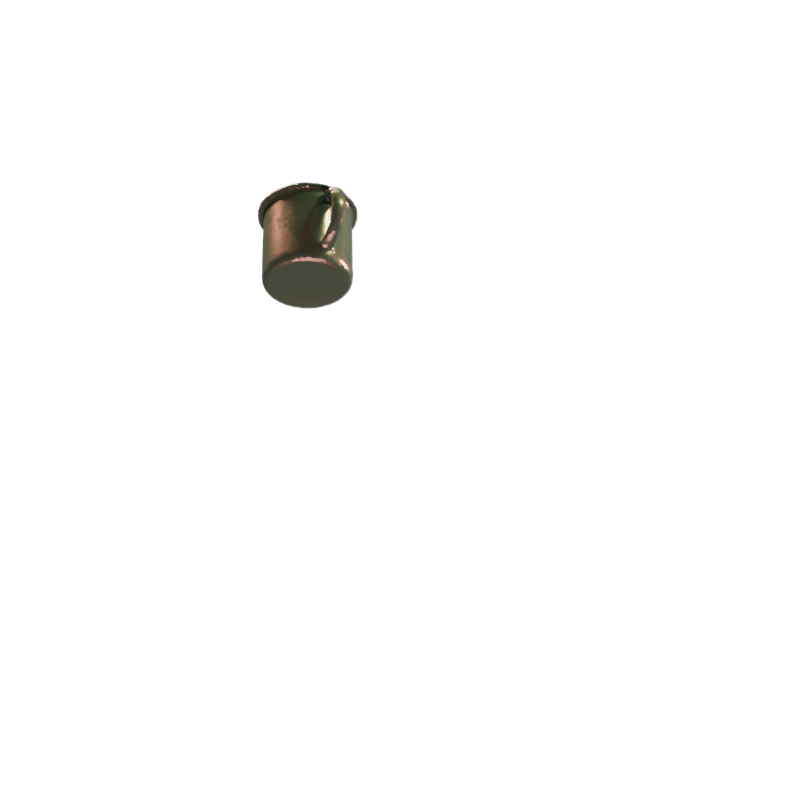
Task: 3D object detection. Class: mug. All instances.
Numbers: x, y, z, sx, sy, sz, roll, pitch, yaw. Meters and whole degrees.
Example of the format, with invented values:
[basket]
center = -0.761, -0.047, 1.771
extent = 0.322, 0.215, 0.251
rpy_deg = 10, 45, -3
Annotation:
[mug]
center = -0.078, -0.143, 0.999
extent = 0.089, 0.087, 0.114
rpy_deg = 17, -38, -24
